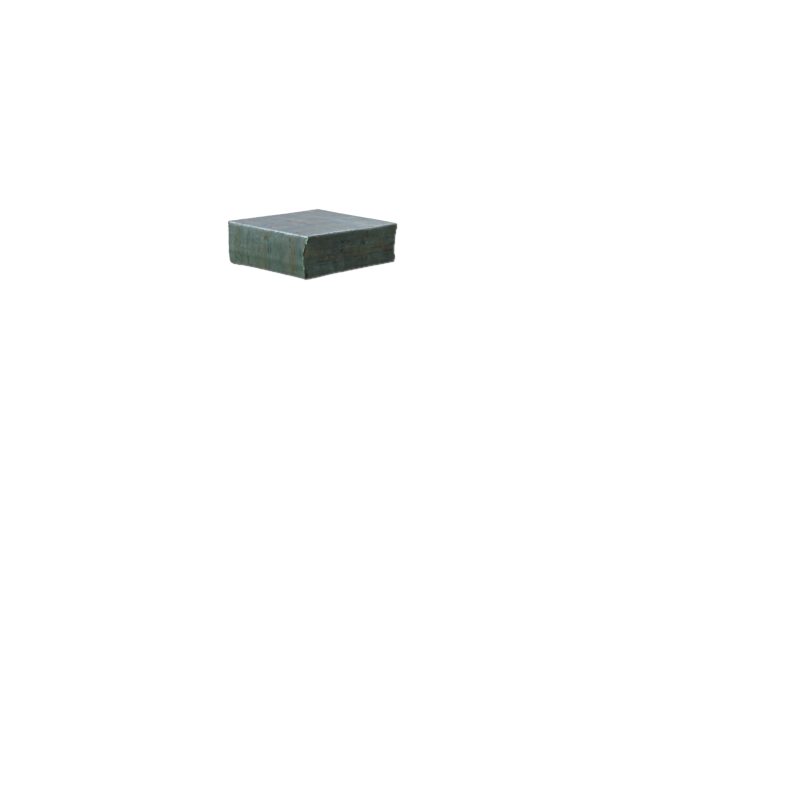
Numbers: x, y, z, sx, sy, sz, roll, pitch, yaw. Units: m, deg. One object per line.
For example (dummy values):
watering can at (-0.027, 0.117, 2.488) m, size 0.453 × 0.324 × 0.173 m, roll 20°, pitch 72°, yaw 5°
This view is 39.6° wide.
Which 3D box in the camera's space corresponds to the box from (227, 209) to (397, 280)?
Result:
box at (-0.071, -0.130, 0.909) m, size 0.095 × 0.038 × 0.111 m, roll 15°, pitch 23°, yaw 38°
